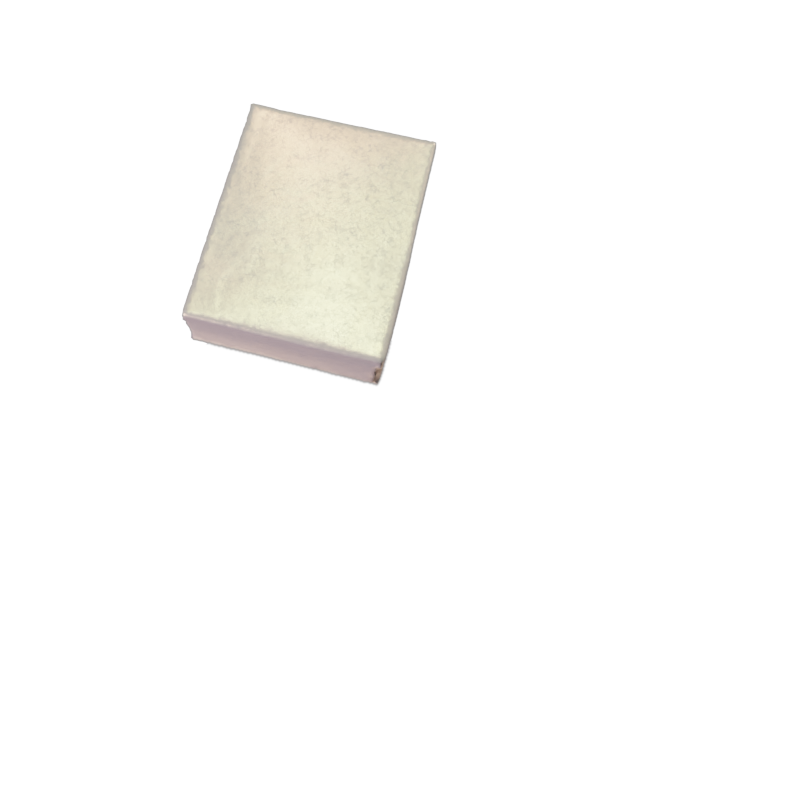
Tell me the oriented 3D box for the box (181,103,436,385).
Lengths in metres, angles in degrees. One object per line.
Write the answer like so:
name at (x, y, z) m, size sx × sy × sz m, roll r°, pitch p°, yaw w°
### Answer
box at (-0.039, -0.072, 0.505) m, size 0.091 × 0.119 × 0.037 m, roll 12°, pitch -24°, yaw 5°
